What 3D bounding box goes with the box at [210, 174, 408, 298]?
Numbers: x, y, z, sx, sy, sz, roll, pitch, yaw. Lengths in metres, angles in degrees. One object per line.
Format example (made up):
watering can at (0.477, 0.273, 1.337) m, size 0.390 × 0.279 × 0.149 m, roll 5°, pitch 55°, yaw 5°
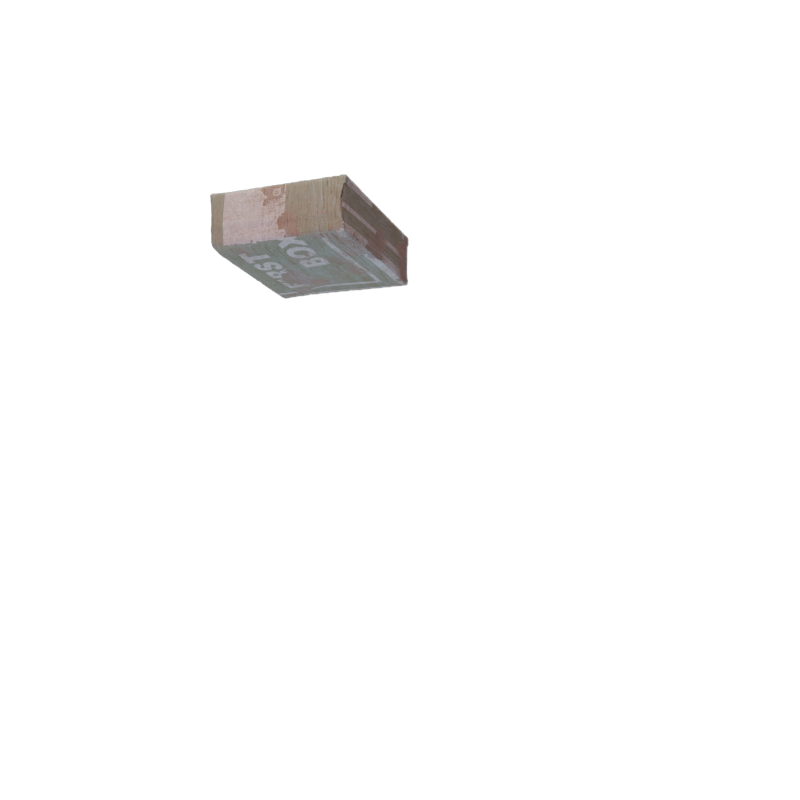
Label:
box at (-0.054, -0.098, 0.690) m, size 0.092 × 0.040 × 0.107 m, roll -5°, pitch -13°, yaw 21°
